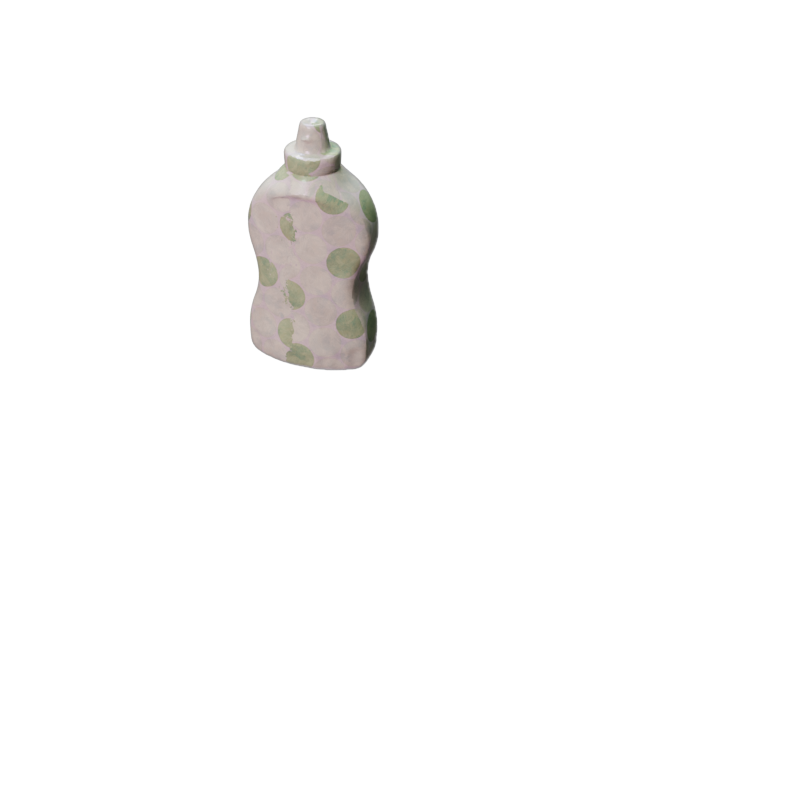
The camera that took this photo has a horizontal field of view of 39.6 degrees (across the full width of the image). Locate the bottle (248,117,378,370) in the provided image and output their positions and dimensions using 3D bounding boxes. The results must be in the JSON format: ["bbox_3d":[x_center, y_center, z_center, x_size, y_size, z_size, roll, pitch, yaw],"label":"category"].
[{"bbox_3d":[-0.064,-0.117,0.819,0.099,0.180,0.060,13,32,17],"label":"bottle"}]
